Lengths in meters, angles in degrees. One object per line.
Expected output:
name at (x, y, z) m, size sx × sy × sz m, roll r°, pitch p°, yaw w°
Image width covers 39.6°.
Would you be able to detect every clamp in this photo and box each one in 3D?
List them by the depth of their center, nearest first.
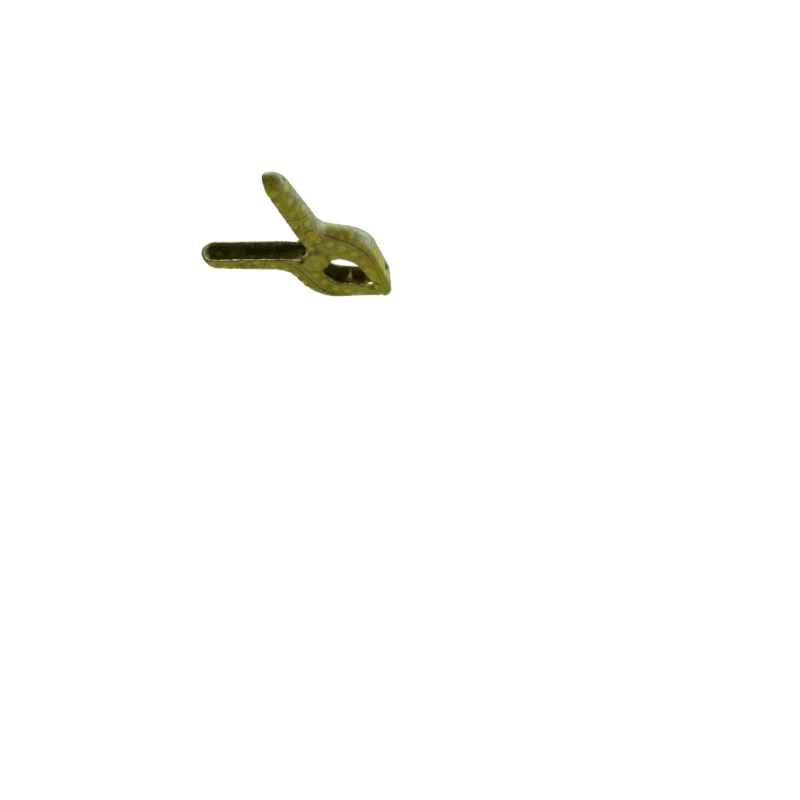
clamp at (-0.076, -0.139, 0.971) m, size 0.166 × 0.042 × 0.116 m, roll 13°, pitch -34°, yaw -21°
